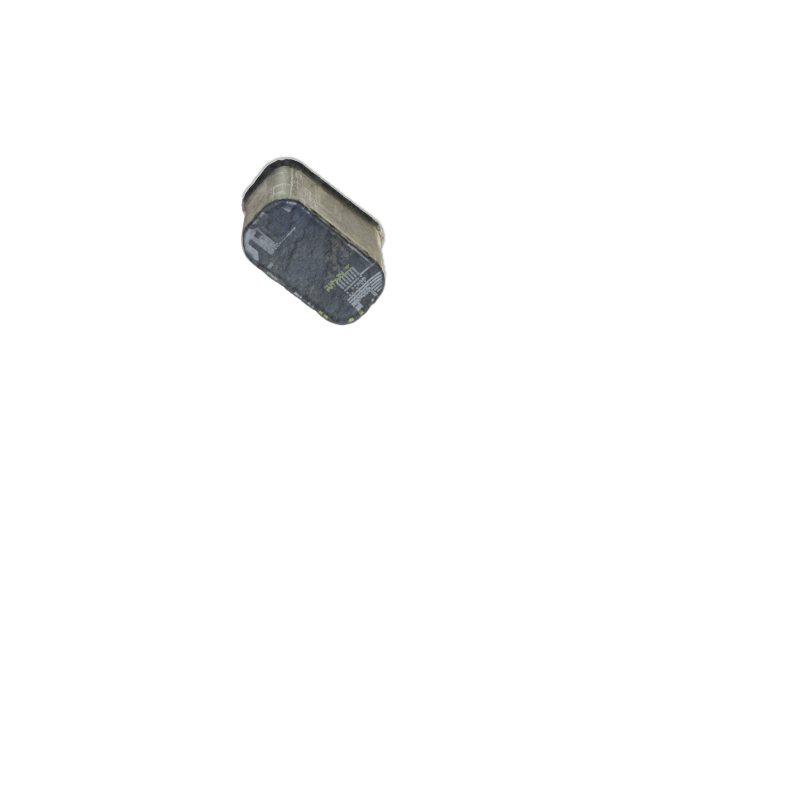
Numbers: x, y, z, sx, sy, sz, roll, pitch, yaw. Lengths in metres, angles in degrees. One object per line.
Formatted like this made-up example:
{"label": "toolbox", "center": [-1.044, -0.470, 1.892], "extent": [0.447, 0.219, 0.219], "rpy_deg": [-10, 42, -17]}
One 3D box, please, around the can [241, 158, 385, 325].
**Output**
{"label": "can", "center": [-0.058, -0.106, 0.740], "extent": [0.098, 0.057, 0.088], "rpy_deg": [36, 18, -16]}
